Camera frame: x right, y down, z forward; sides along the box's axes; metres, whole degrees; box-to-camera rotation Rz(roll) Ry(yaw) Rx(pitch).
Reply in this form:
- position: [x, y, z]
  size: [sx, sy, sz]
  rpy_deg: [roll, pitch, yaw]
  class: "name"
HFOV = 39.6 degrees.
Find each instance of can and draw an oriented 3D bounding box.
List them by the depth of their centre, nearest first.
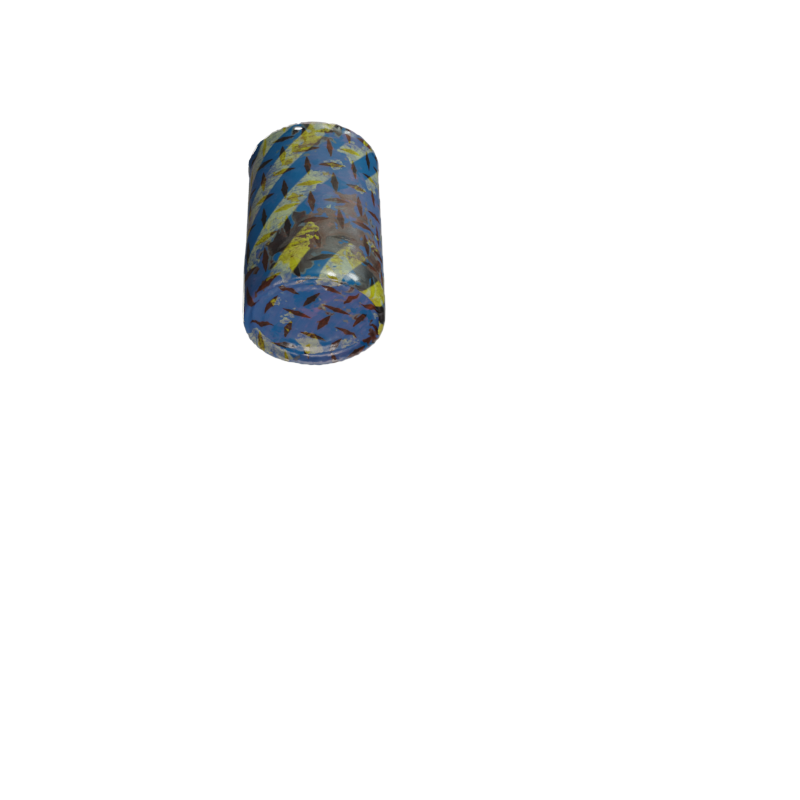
- position: [-0.042, -0.077, 0.541]
  size: [0.068, 0.110, 0.064]
  rpy_deg: [-1, -39, -3]
  class: "can"
